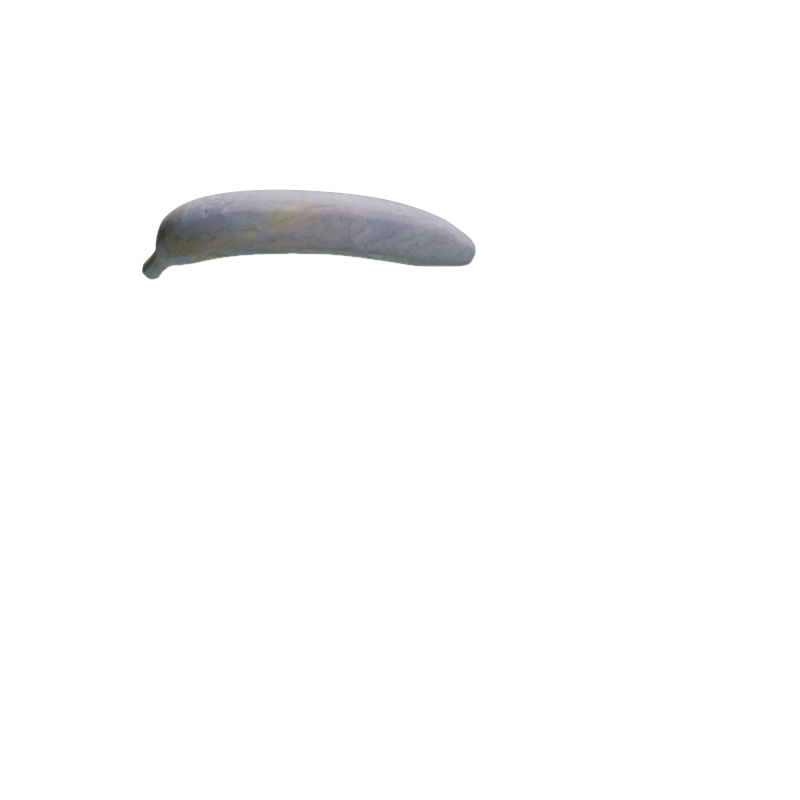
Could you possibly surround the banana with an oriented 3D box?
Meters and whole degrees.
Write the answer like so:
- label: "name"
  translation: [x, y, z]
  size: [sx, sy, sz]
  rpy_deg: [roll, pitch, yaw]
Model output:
- label: "banana"
  translation: [-0.054, -0.096, 0.633]
  size: [0.198, 0.038, 0.067]
  rpy_deg: [0, -12, 2]
